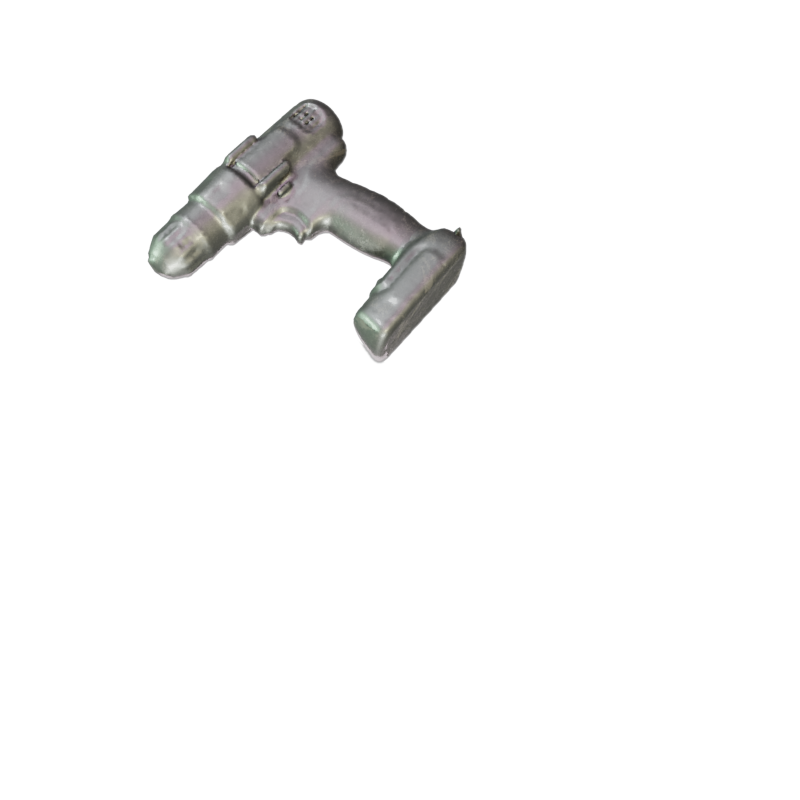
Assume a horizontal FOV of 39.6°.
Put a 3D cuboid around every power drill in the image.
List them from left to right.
[{"bbox_3d":[-0.062,-0.114,0.798,0.196,0.187,0.054,38,-20,16],"label":"power drill"}]
